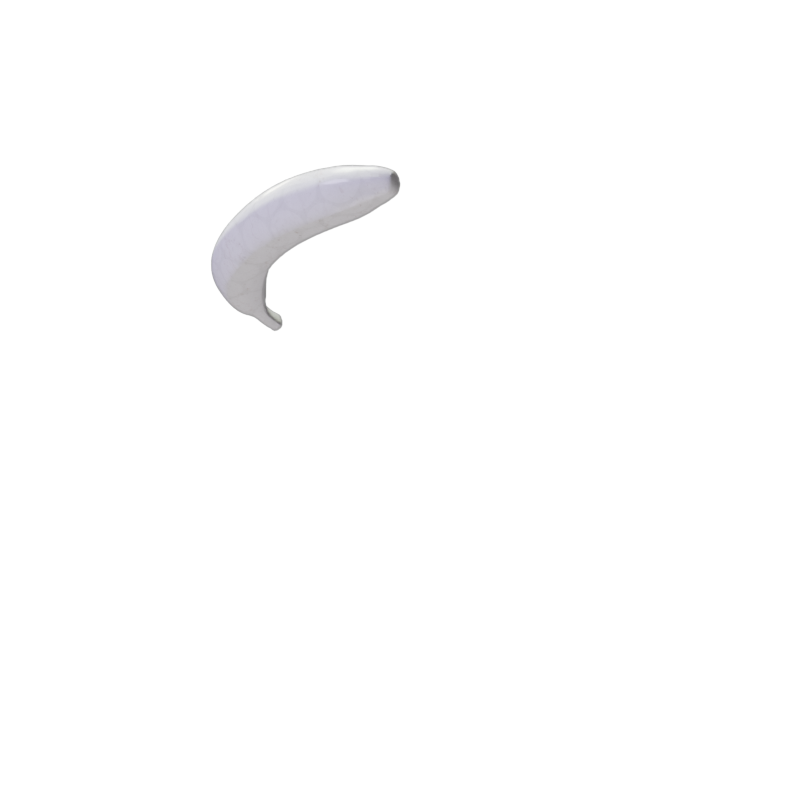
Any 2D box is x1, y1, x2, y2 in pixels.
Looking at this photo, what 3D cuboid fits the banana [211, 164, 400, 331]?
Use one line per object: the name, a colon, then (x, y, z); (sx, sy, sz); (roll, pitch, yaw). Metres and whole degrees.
banana: (-0.071, -0.098, 0.674); (0.067, 0.039, 0.194); (10, -23, -24)
